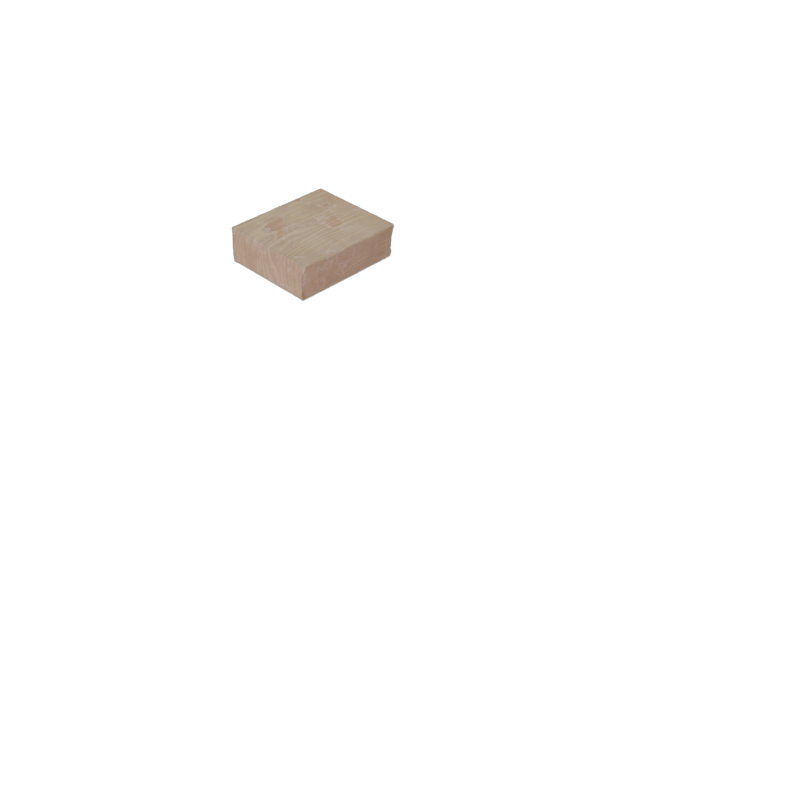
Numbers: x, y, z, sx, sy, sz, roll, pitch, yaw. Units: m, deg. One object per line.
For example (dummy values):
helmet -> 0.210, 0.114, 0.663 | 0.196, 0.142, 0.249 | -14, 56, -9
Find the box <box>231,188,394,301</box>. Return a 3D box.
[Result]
box -> -0.075, -0.137, 0.958 | 0.096, 0.036, 0.114 | 29, 45, 33
